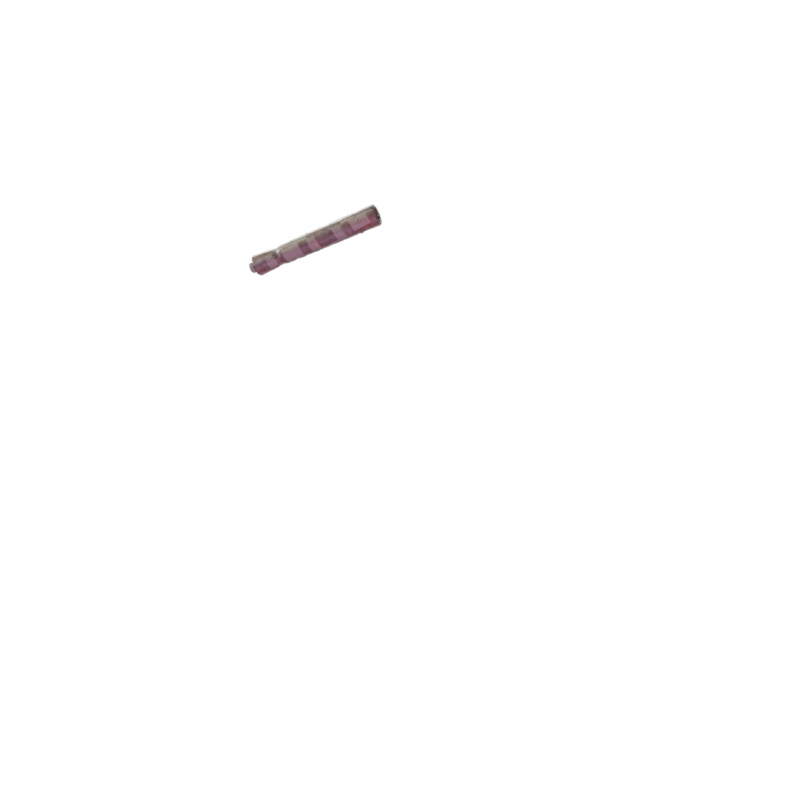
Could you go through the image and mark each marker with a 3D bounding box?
[{"bbox_3d":[-0.074,-0.134,0.941,0.121,0.020,0.019,-21,-2,16],"label":"marker"}]
